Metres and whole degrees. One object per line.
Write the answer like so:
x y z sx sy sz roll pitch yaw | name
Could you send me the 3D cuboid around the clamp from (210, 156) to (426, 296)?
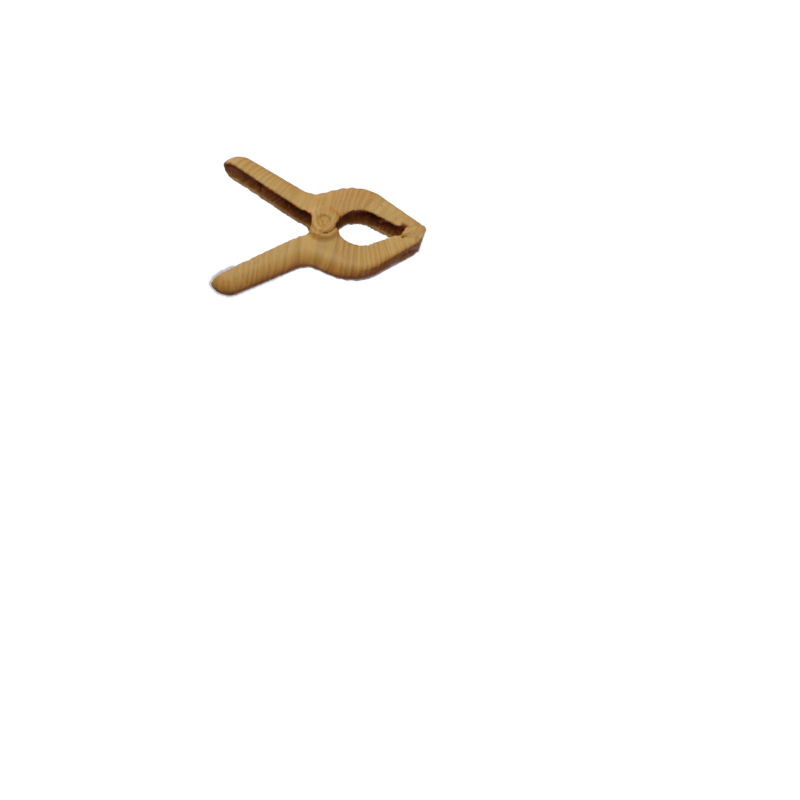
-0.069 -0.126 0.879 0.173 0.125 0.037 11 -19 4 | clamp
